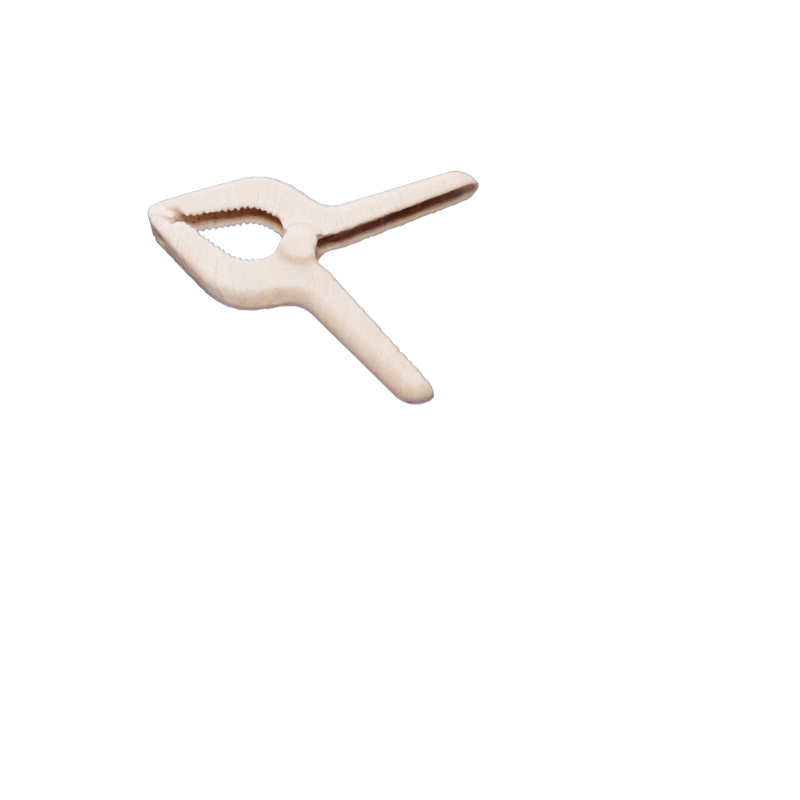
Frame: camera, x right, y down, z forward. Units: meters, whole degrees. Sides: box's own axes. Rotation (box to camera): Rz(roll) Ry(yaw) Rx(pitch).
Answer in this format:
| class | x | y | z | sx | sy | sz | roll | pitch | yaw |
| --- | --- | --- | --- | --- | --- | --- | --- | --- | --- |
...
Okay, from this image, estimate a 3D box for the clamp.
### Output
| class | x | y | z | sx | sy | sz | roll | pitch | yaw |
| --- | --- | --- | --- | --- | --- | --- | --- | --- | --- |
| clamp | -0.056 | -0.102 | 0.711 | 0.214 | 0.171 | 0.034 | 18 | -28 | 10 |
